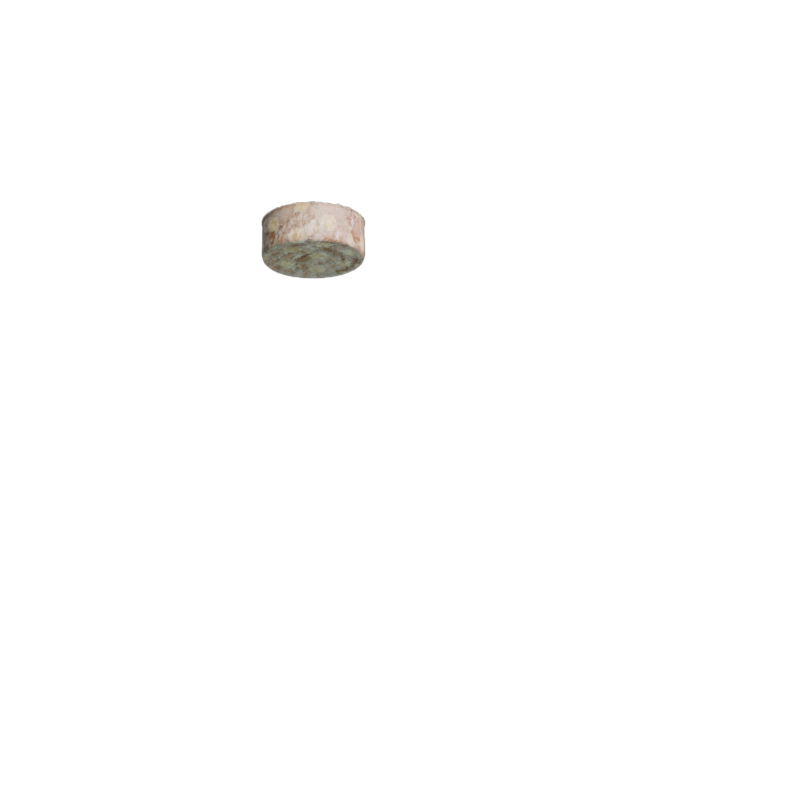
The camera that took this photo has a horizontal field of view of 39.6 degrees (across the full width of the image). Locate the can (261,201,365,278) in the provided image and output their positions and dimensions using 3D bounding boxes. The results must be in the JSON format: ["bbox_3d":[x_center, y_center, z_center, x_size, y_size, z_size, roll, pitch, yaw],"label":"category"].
[{"bbox_3d":[-0.071,-0.130,0.908,0.086,0.035,0.082,0,-17,-2],"label":"can"}]
